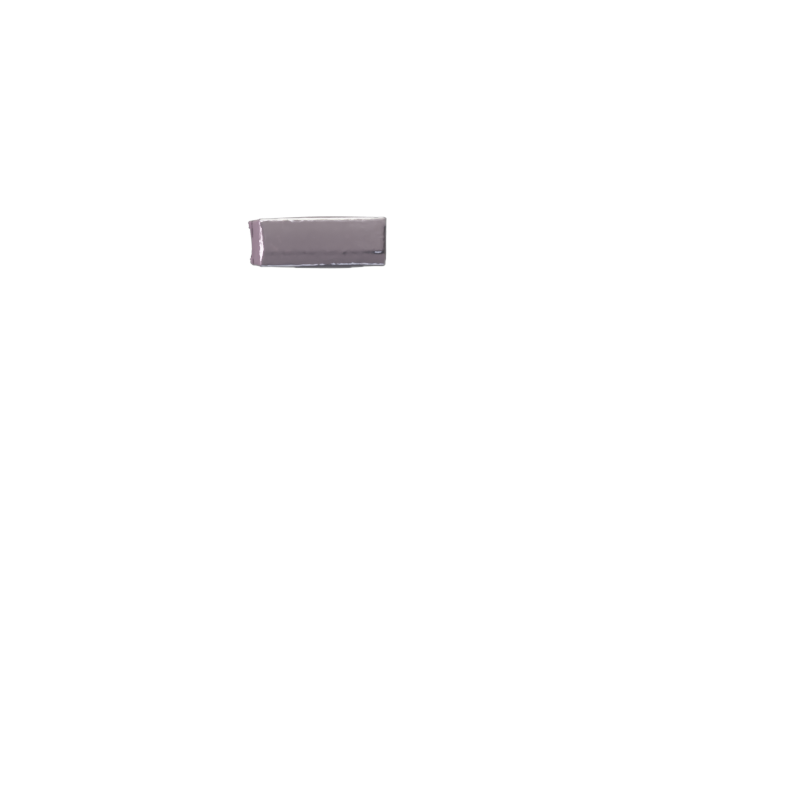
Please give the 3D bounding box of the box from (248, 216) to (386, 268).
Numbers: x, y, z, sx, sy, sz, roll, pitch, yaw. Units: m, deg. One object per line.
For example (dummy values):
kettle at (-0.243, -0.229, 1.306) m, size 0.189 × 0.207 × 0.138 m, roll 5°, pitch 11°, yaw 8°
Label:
box at (-0.064, -0.116, 0.813) m, size 0.089 × 0.039 × 0.115 m, roll -1°, pitch 6°, yaw -10°
